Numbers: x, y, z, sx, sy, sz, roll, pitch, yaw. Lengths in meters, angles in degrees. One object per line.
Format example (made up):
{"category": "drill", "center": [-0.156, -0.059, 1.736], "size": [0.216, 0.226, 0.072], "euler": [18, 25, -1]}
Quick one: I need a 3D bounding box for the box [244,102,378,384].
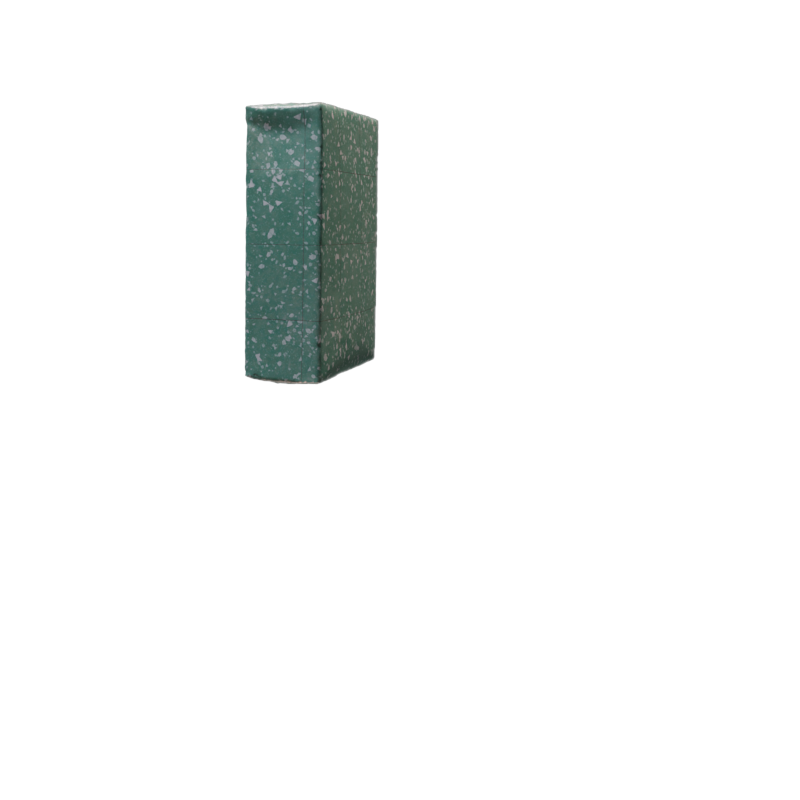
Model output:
{"category": "box", "center": [-0.071, -0.130, 0.911], "size": [0.073, 0.213, 0.162], "euler": [1, 4, 15]}
